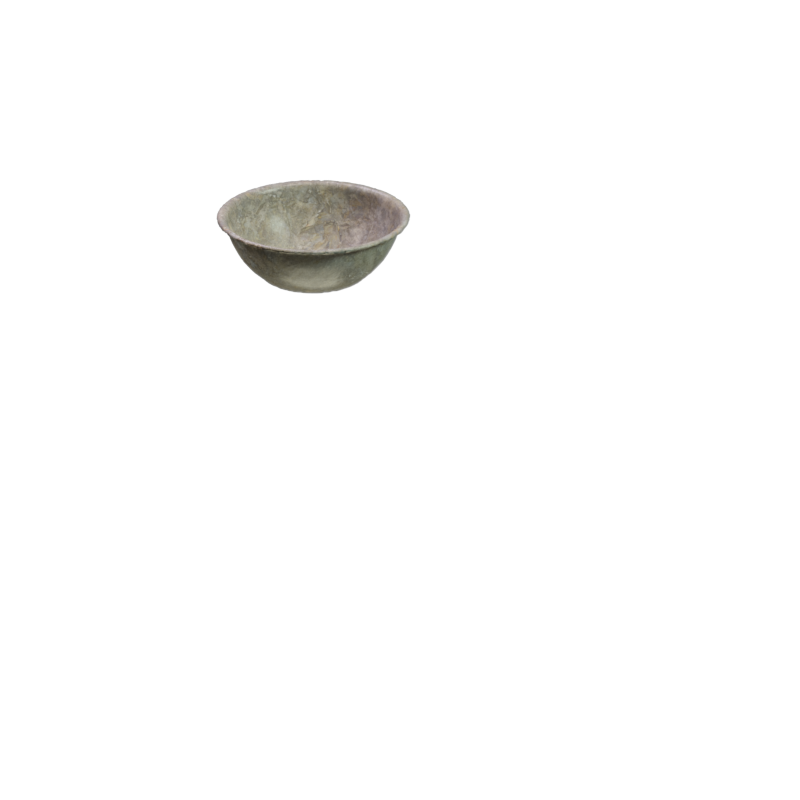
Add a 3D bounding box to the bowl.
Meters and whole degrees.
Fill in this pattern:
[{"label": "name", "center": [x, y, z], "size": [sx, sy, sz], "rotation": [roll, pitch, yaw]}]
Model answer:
[{"label": "bowl", "center": [-0.074, -0.134, 0.939], "size": [0.162, 0.052, 0.172], "rotation": [-1, 29, -2]}]
